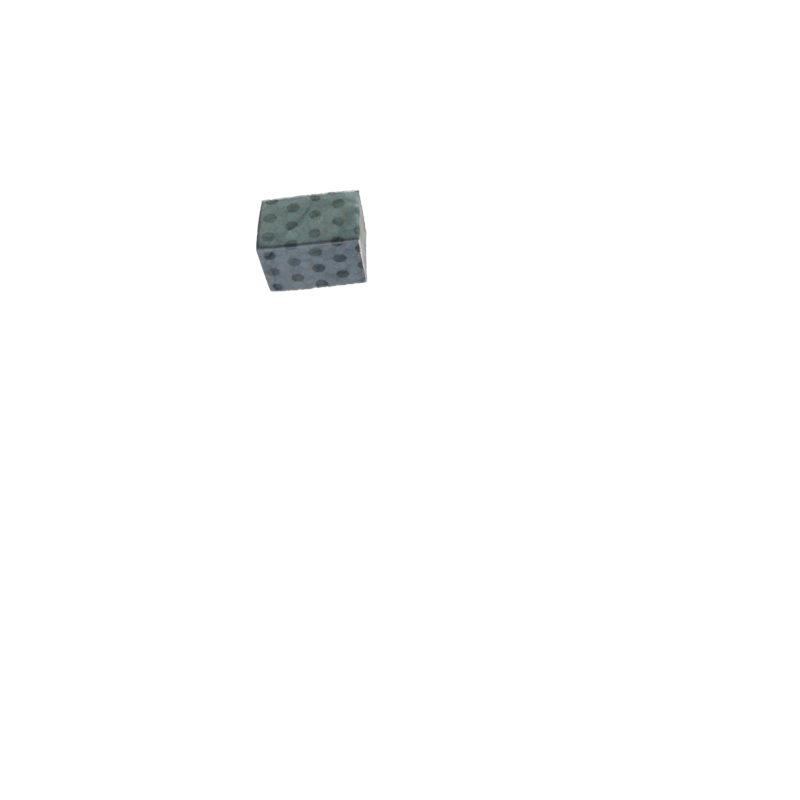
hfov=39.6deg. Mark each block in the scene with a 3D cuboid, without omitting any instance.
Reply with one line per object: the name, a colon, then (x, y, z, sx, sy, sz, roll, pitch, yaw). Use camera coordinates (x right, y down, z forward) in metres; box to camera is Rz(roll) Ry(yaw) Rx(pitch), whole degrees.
block: (-0.066, -0.120, 0.843, 0.078, 0.055, 0.049, -5, -38, 5)
